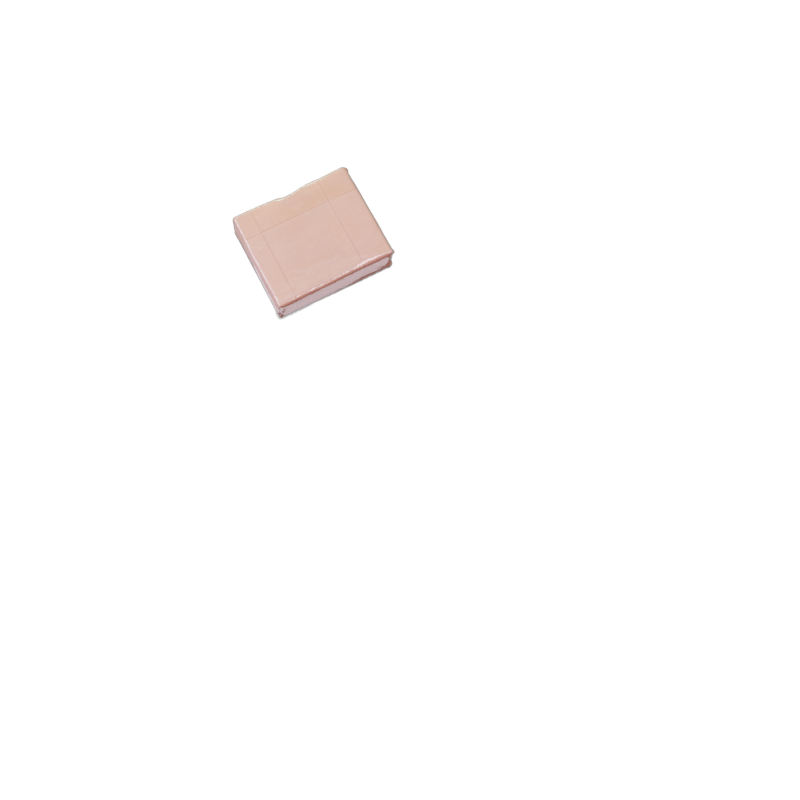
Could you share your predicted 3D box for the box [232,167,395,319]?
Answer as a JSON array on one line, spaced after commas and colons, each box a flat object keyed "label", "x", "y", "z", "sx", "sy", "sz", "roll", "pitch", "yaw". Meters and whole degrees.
[{"label": "box", "x": -0.059, "y": -0.108, "z": 0.757, "sx": 0.089, "sy": 0.077, "sz": 0.029, "roll": -26, "pitch": -18, "yaw": -10}]
